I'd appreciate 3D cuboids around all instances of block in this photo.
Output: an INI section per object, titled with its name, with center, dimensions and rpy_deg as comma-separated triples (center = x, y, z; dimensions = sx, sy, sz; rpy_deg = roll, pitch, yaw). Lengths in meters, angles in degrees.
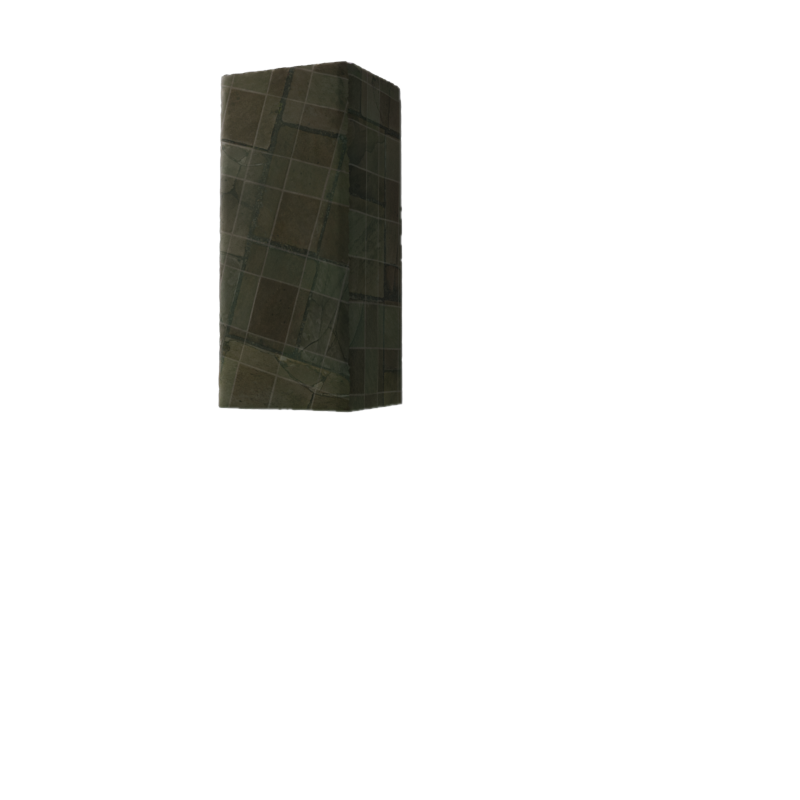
[block]
center = -0.054, -0.100, 0.701
dimensions = 0.093, 0.208, 0.087
rpy_deg = -2, -4, 24
